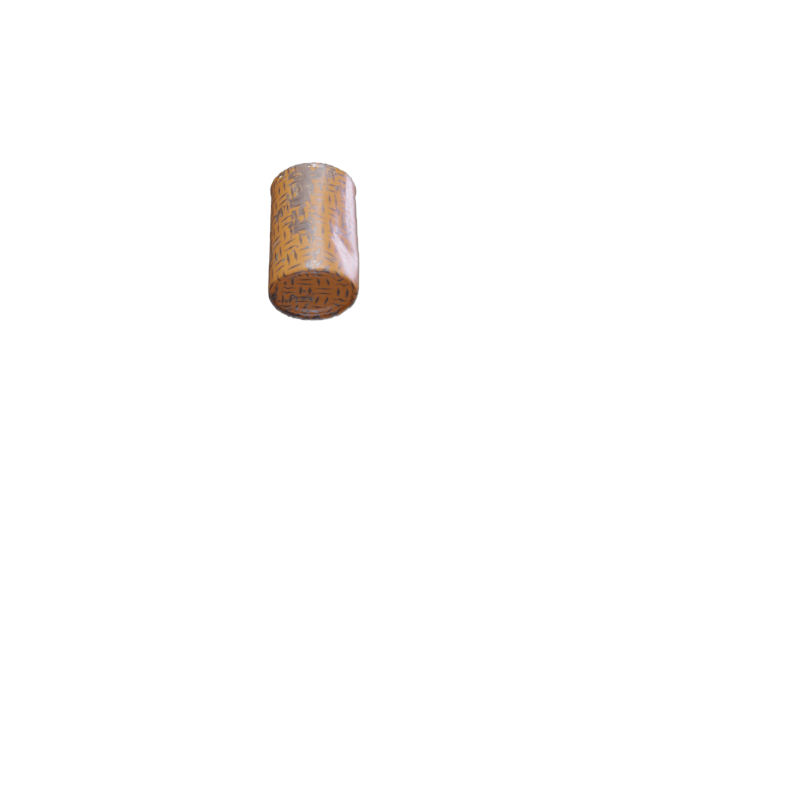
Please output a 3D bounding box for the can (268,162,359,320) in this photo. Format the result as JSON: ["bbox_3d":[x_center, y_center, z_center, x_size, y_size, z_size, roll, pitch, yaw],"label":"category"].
[{"bbox_3d":[-0.066,-0.120,0.841,0.068,0.109,0.064,-1,-35,-2],"label":"can"}]
